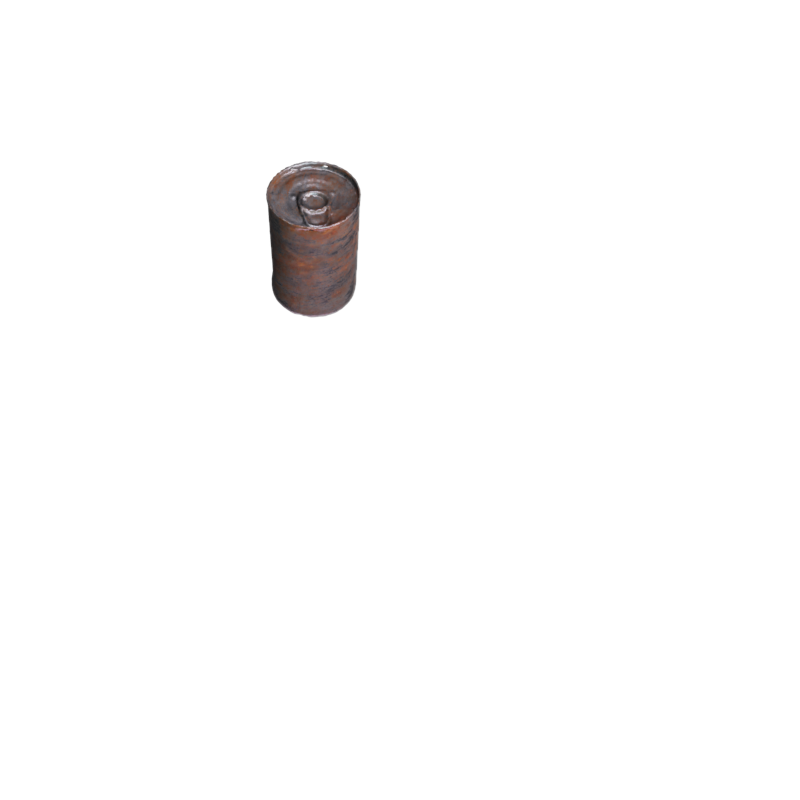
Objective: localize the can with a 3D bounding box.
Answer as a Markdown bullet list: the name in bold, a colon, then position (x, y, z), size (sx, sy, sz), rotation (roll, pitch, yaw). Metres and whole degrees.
- **can**: position (-0.065, -0.118, 0.829), size (0.068, 0.073, 0.095), rotation (0, -39, -3)
